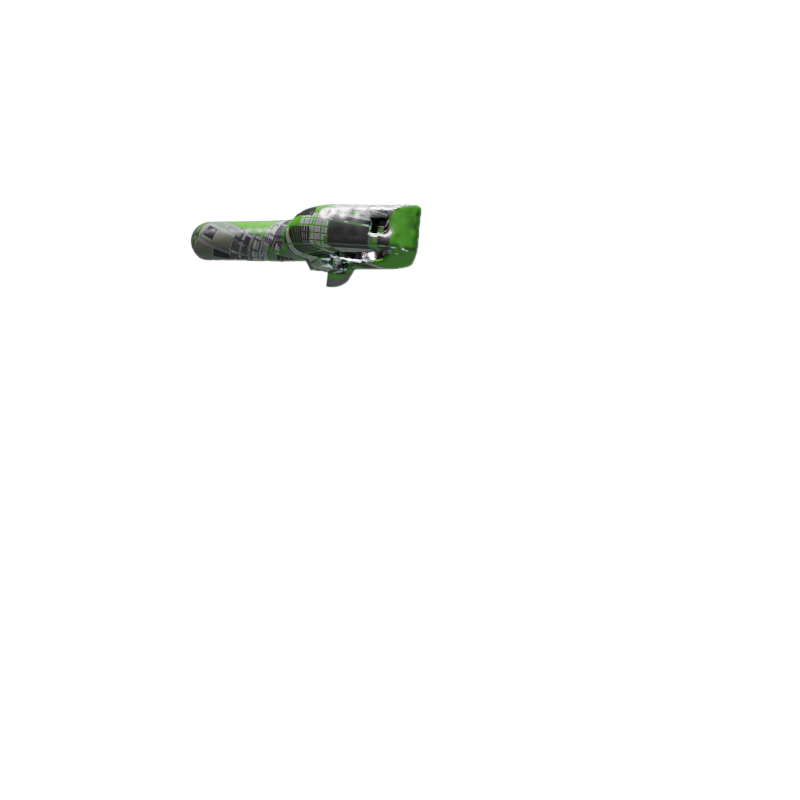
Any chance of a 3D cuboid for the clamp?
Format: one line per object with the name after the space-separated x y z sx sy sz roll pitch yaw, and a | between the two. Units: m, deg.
-0.054 -0.098 0.688 0.116 0.040 0.174 2 -5 -27 | clamp
